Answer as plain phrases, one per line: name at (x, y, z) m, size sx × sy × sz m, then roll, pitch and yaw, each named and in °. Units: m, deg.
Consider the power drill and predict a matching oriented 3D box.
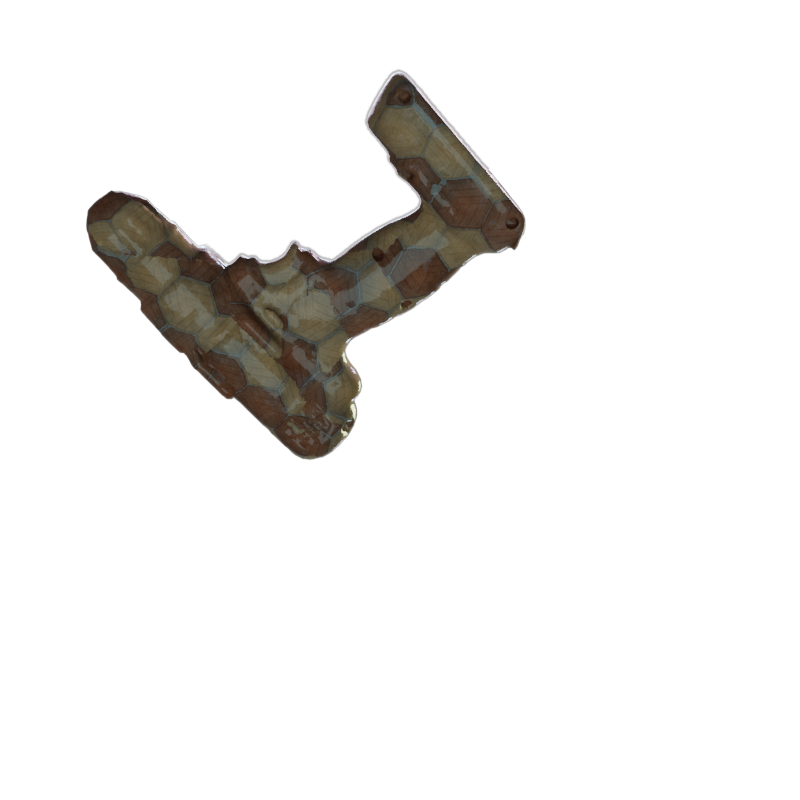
power drill at (-0.045, -0.083, 0.580) m, size 0.186 × 0.178 × 0.060 m, roll -40°, pitch 15°, yaw 13°
